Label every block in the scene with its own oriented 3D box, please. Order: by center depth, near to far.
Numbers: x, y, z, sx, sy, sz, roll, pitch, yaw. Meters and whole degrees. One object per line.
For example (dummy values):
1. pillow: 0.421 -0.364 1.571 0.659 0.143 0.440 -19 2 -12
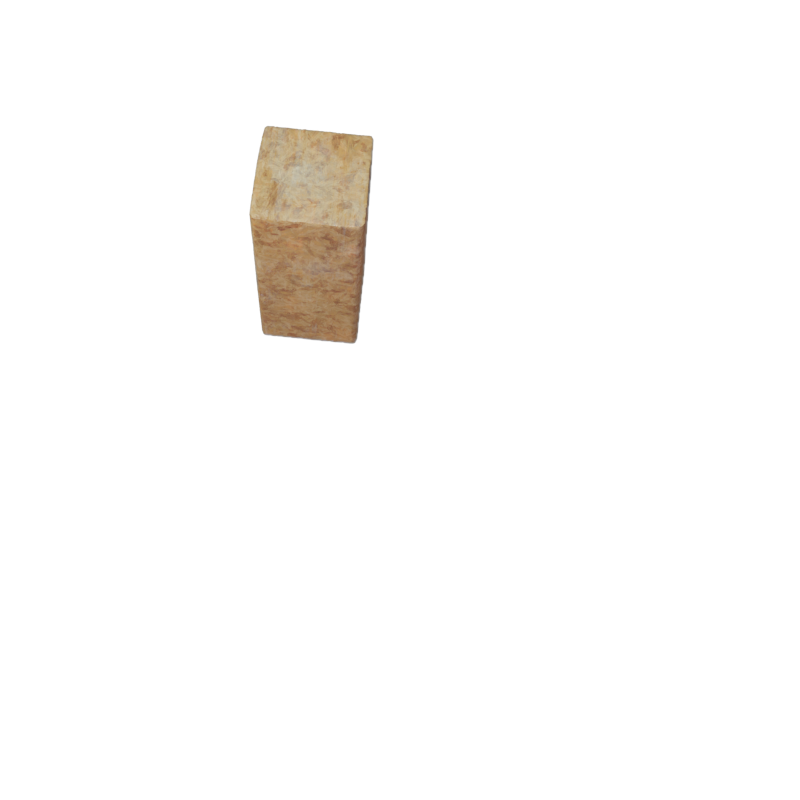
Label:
1. block: -0.075 -0.135 0.951 0.091 0.095 0.195 6 -25 -1
